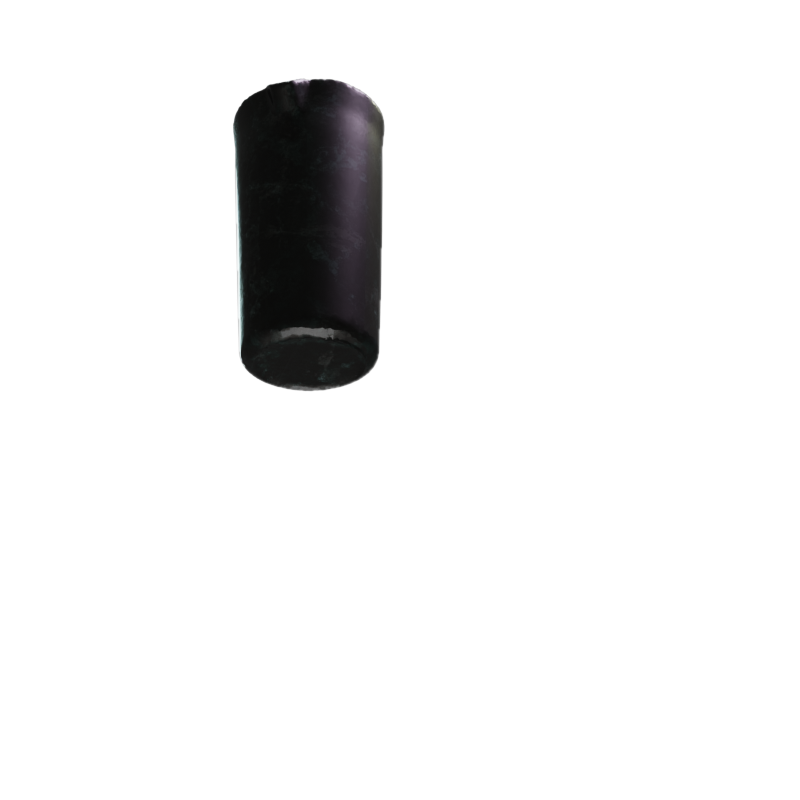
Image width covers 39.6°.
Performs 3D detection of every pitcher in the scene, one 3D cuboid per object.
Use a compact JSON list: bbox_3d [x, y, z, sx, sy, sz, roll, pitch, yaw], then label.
[{"bbox_3d":[-0.072,-0.131,0.920,0.142,0.259,0.142,17,-36,-28],"label":"pitcher"}]
